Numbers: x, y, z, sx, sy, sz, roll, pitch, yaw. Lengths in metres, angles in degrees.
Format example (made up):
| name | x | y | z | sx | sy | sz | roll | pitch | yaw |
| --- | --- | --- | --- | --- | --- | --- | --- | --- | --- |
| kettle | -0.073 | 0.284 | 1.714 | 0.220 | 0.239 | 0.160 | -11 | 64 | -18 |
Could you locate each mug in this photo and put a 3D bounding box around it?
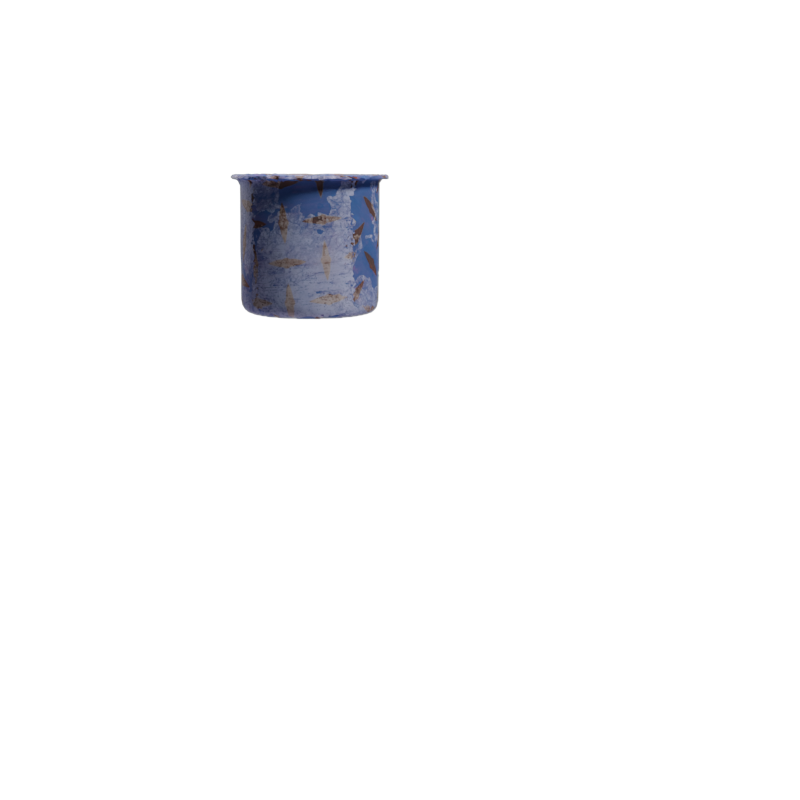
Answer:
| name | x | y | z | sx | sy | sz | roll | pitch | yaw |
| --- | --- | --- | --- | --- | --- | --- | --- | --- | --- |
| mug | -0.052 | -0.095 | 0.668 | 0.094 | 0.080 | 0.118 | 1 | 10 | 7 |
